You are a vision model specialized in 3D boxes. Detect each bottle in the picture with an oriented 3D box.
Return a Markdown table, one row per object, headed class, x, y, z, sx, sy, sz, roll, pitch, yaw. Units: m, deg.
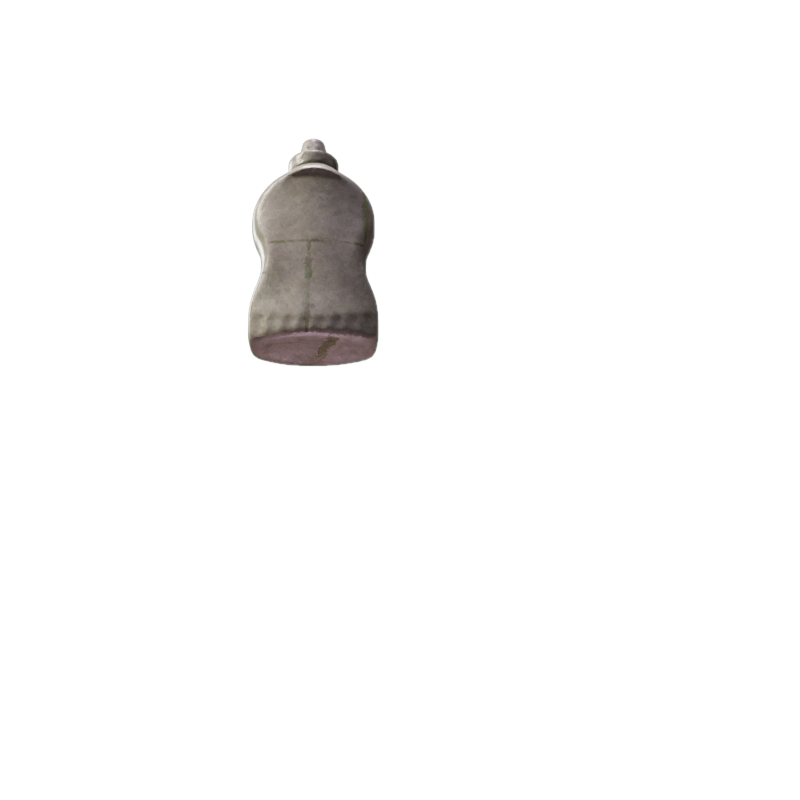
| class | x | y | z | sx | sy | sz | roll | pitch | yaw |
| --- | --- | --- | --- | --- | --- | --- | --- | --- | --- |
| bottle | -0.068 | -0.123 | 0.862 | 0.096 | 0.204 | 0.055 | -2 | -30 | 0 |
